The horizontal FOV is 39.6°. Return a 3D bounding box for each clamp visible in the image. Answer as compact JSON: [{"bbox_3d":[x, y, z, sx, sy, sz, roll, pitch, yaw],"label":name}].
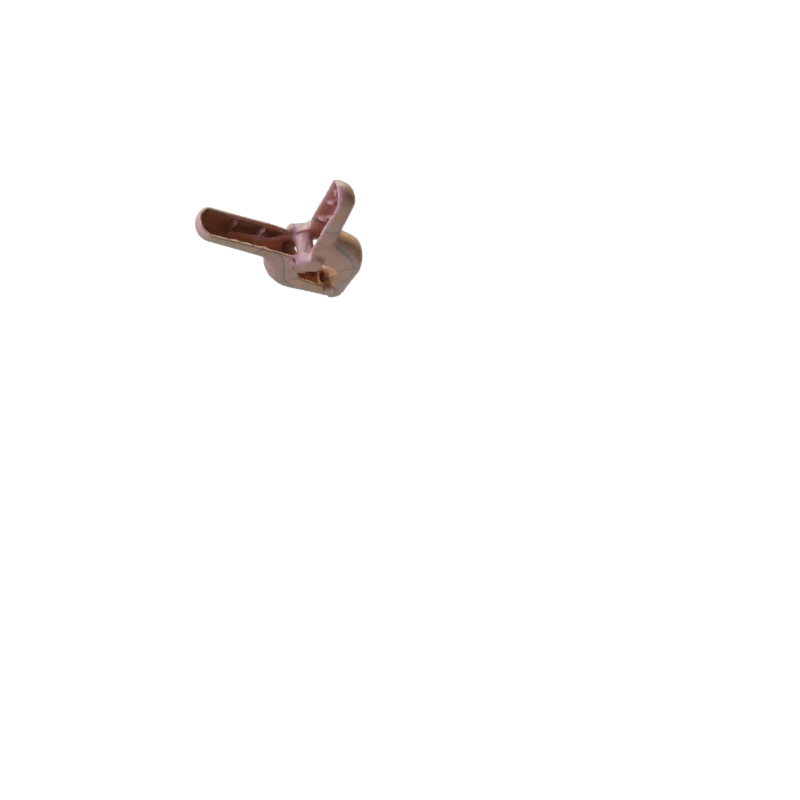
[{"bbox_3d":[-0.067,-0.123,0.860,0.123,0.041,0.161,-6,-14,23],"label":"clamp"}]
